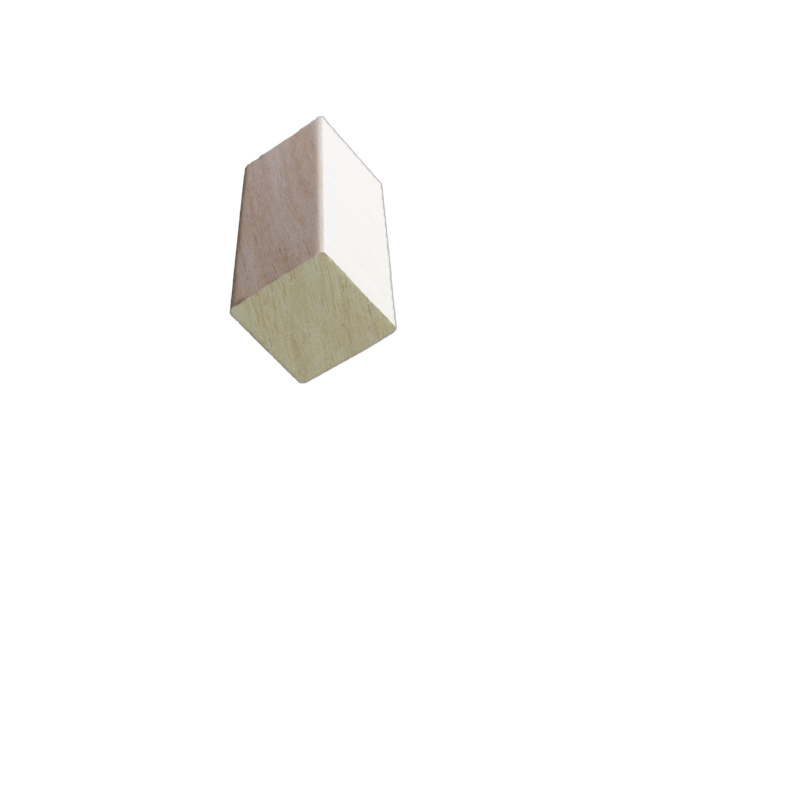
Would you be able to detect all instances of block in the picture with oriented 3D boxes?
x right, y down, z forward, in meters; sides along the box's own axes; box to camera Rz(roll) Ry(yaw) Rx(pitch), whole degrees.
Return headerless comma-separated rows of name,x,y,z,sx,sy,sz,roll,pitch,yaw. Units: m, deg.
block,-0.069,-0.125,0.880,0.090,0.221,0.085,-31,-56,19
